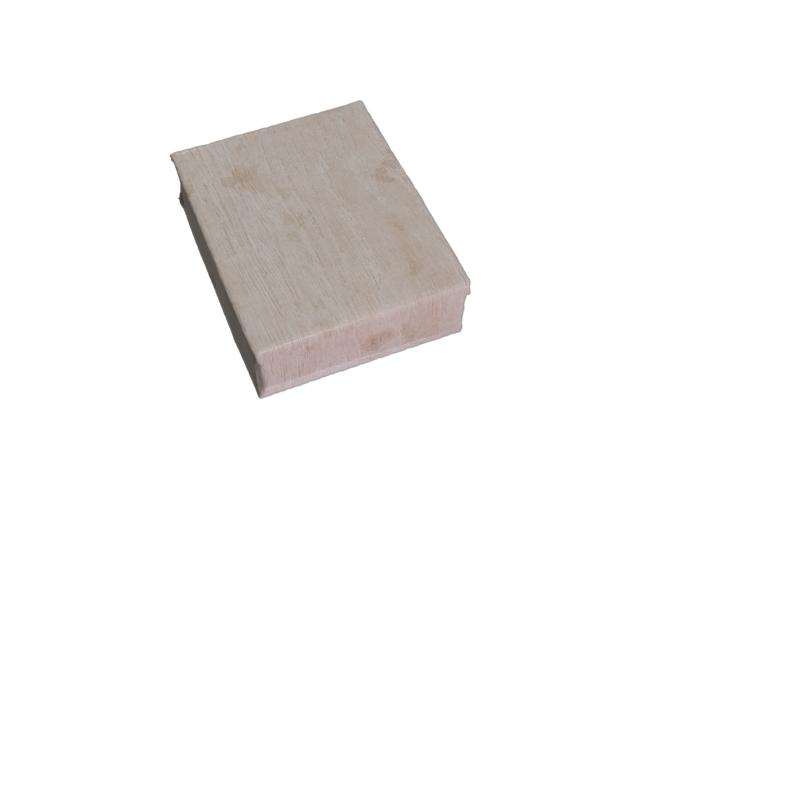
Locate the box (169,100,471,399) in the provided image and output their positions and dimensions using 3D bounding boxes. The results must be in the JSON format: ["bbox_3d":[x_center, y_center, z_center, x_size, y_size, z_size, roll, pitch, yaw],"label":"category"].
[{"bbox_3d":[-0.036,-0.066,0.460,0.089,0.122,0.036,-18,-35,-14],"label":"box"}]
